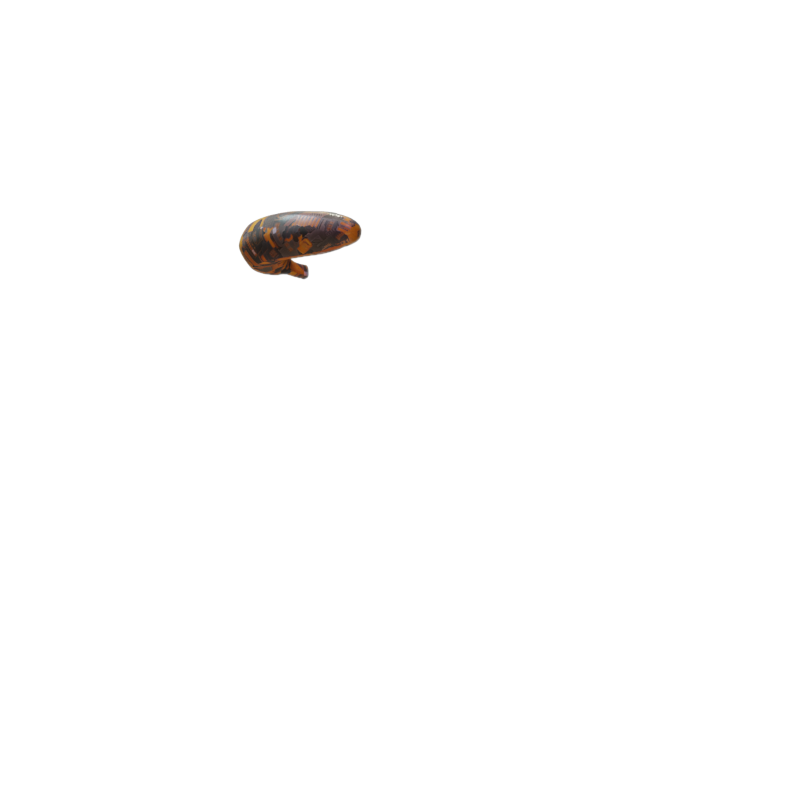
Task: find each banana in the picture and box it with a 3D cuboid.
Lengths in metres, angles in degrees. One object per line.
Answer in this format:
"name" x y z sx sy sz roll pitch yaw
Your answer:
"banana" -0.085 -0.121 0.848 0.068 0.037 0.199 0 0 -15
